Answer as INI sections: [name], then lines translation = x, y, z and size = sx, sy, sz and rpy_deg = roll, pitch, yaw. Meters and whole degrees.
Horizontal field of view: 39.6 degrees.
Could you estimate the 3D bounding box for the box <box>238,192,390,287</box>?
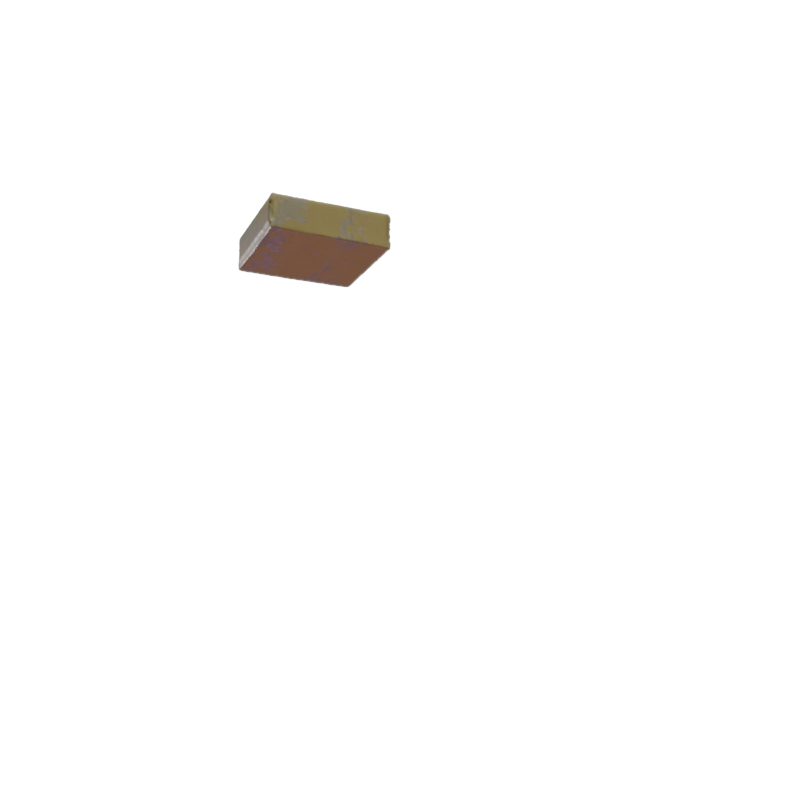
[box]
translation = -0.061, -0.111, 0.778
size = 0.086, 0.032, 0.072
rpy_deg = 8, -21, -21
